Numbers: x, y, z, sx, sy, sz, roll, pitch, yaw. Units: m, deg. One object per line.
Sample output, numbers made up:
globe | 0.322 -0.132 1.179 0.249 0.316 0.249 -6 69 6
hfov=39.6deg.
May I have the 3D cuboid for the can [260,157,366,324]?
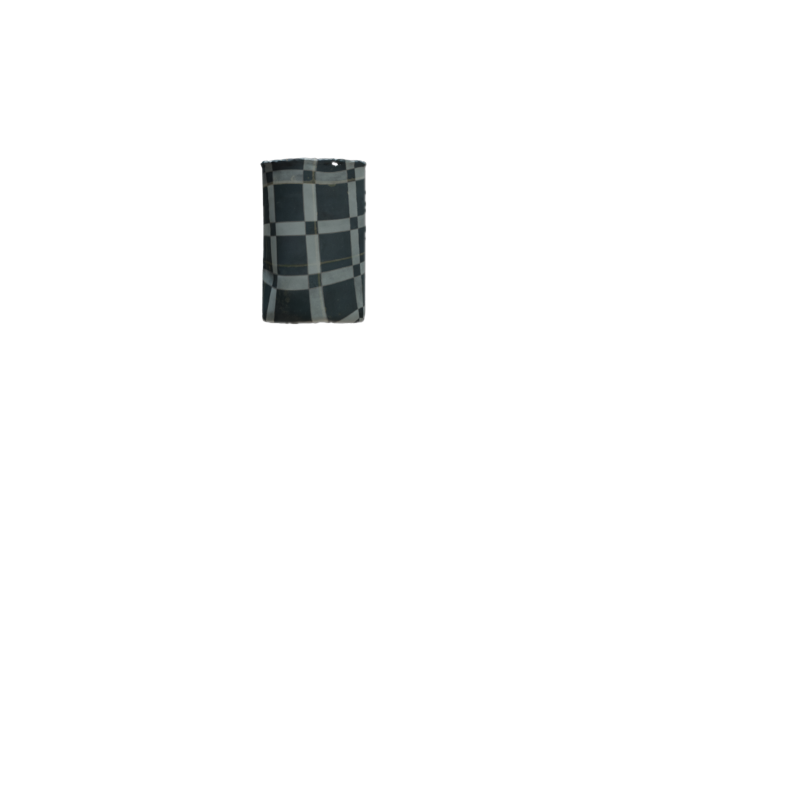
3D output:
can | -0.055 -0.101 0.708 0.068 0.102 0.069 0 1 -2
